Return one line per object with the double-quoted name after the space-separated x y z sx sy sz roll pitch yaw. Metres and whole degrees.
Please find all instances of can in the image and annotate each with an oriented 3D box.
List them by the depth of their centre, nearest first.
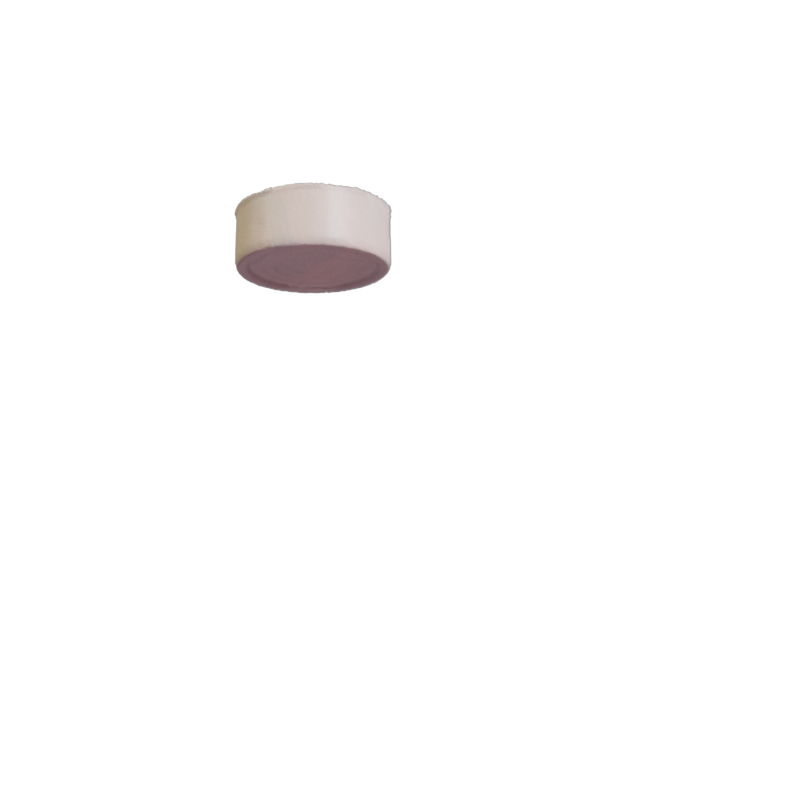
-0.047 -0.086 0.601 0.086 0.035 0.083 0 -14 -2 "can"
